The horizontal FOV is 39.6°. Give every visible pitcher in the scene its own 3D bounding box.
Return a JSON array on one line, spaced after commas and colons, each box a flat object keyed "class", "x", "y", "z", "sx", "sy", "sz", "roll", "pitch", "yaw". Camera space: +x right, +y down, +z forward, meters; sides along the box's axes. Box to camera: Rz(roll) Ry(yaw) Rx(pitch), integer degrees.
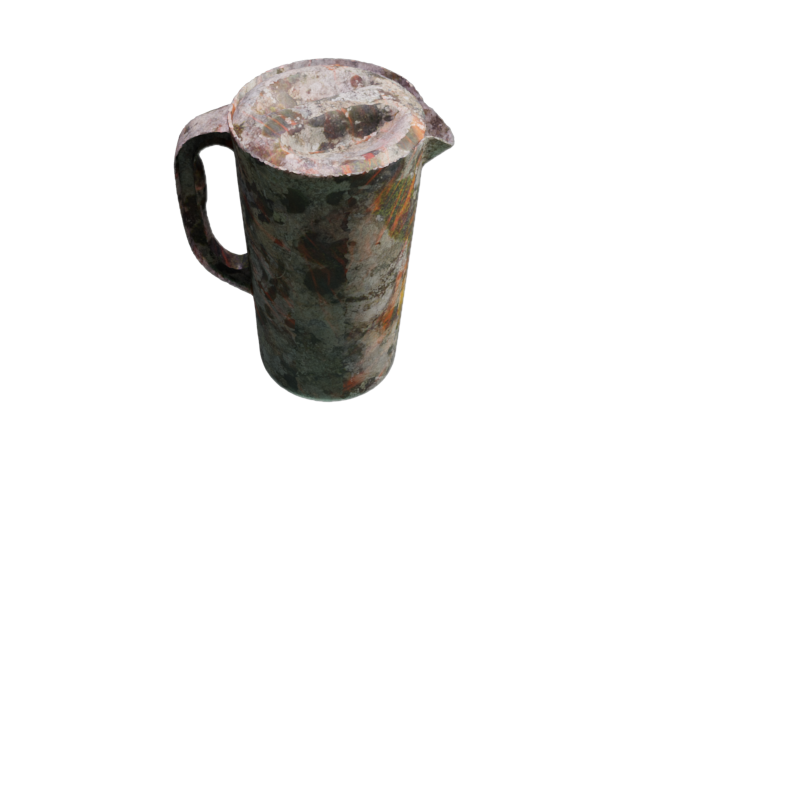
[{"class": "pitcher", "x": -0.063, "y": -0.115, "z": 0.803, "sx": 0.159, "sy": 0.226, "sz": 0.146, "roll": 36, "pitch": 54, "yaw": 28}]
